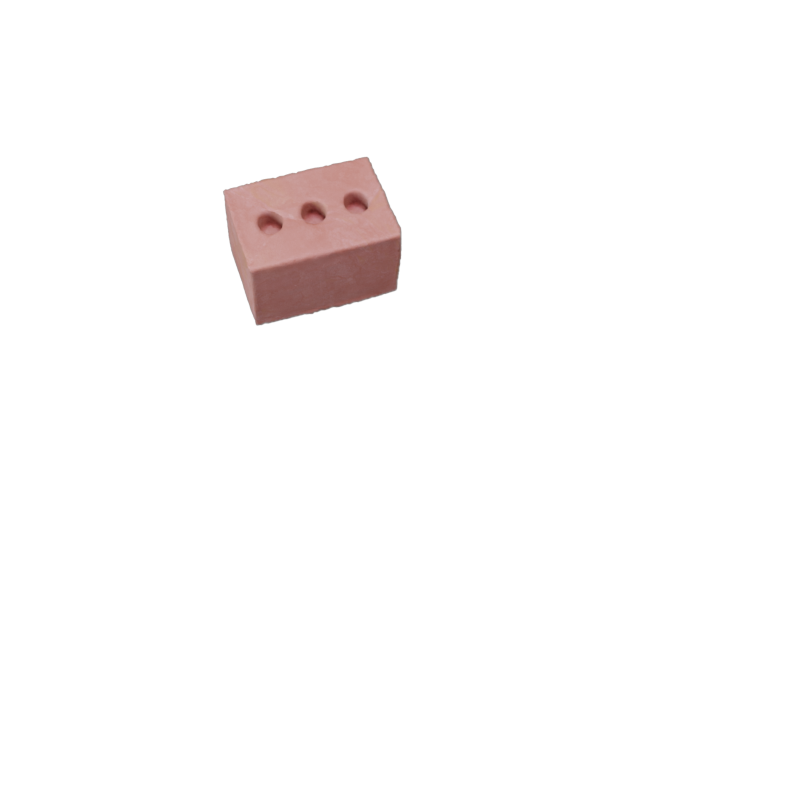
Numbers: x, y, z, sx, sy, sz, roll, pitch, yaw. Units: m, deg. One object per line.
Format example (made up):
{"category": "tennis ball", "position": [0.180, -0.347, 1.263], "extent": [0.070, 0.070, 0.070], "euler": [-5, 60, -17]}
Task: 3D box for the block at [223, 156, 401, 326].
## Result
{"category": "block", "position": [-0.043, -0.079, 0.555], "extent": [0.077, 0.057, 0.048], "euler": [-15, -31, -11]}
